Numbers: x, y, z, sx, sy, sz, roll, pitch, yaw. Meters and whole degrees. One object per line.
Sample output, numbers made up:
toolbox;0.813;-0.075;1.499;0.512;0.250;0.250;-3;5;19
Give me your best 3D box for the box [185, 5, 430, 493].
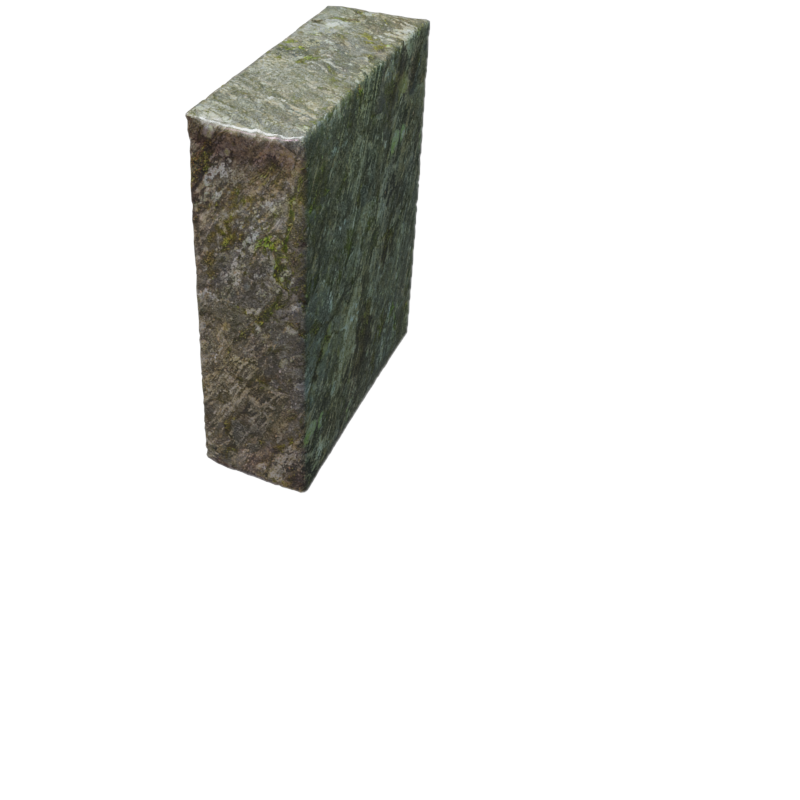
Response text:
box;-0.048;-0.087;0.608;0.074;0.200;0.170;14;37;16
